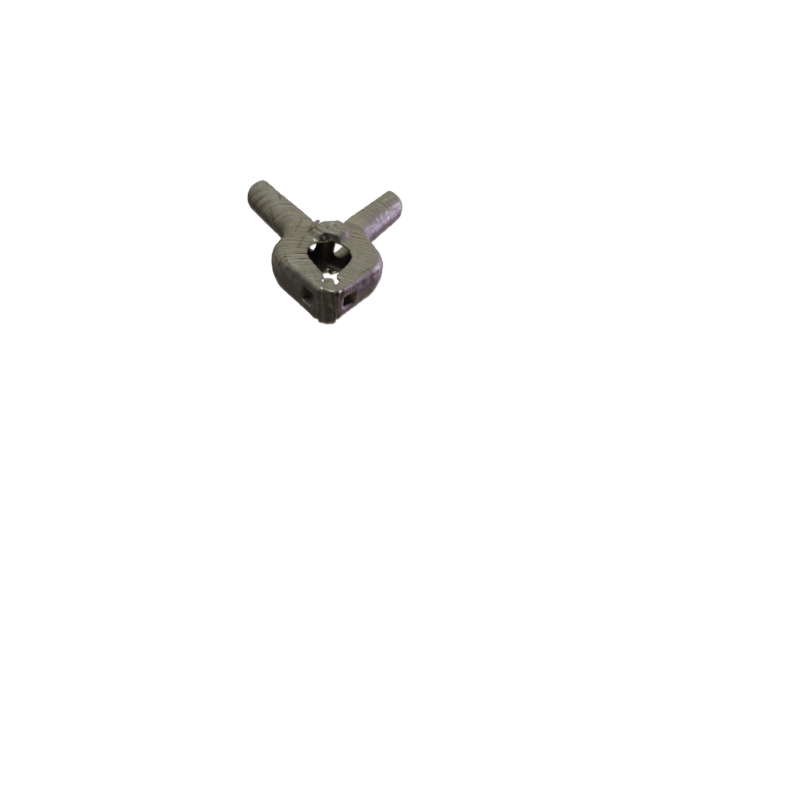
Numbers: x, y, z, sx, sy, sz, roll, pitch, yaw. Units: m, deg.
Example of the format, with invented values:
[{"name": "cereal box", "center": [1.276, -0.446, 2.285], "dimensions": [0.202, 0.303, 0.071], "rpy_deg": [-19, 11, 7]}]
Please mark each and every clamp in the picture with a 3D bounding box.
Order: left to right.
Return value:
[{"name": "clamp", "center": [-0.064, -0.116, 0.812], "dimensions": [0.121, 0.037, 0.181], "rpy_deg": [3, 33, 4]}]
